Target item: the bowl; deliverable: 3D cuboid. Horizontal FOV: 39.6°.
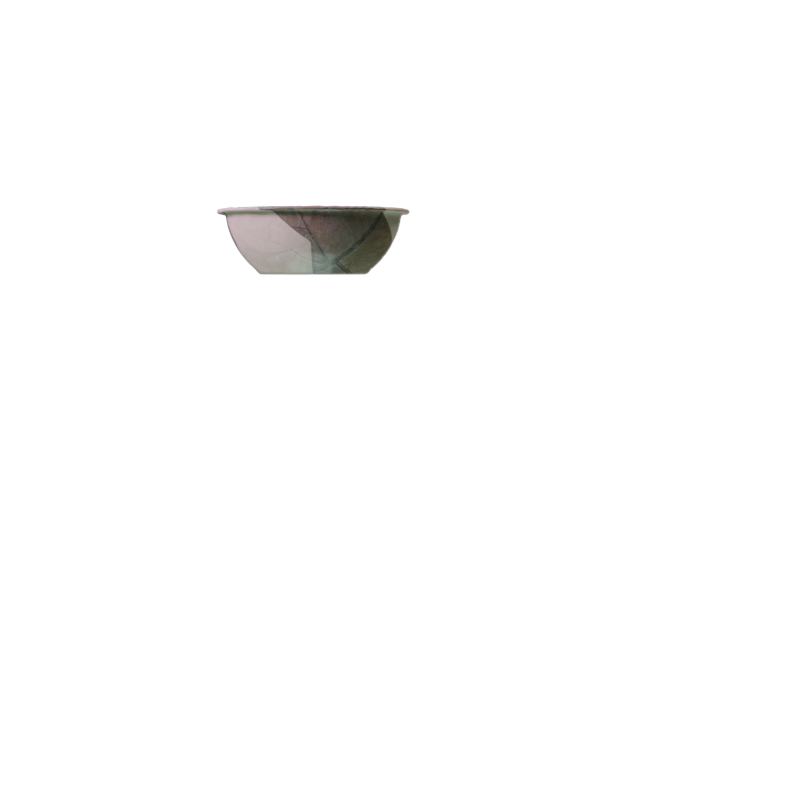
[{"bbox_3d":[-0.073,-0.133,0.930,0.162,0.055,0.163,0,6,-2],"label":"bowl"}]
